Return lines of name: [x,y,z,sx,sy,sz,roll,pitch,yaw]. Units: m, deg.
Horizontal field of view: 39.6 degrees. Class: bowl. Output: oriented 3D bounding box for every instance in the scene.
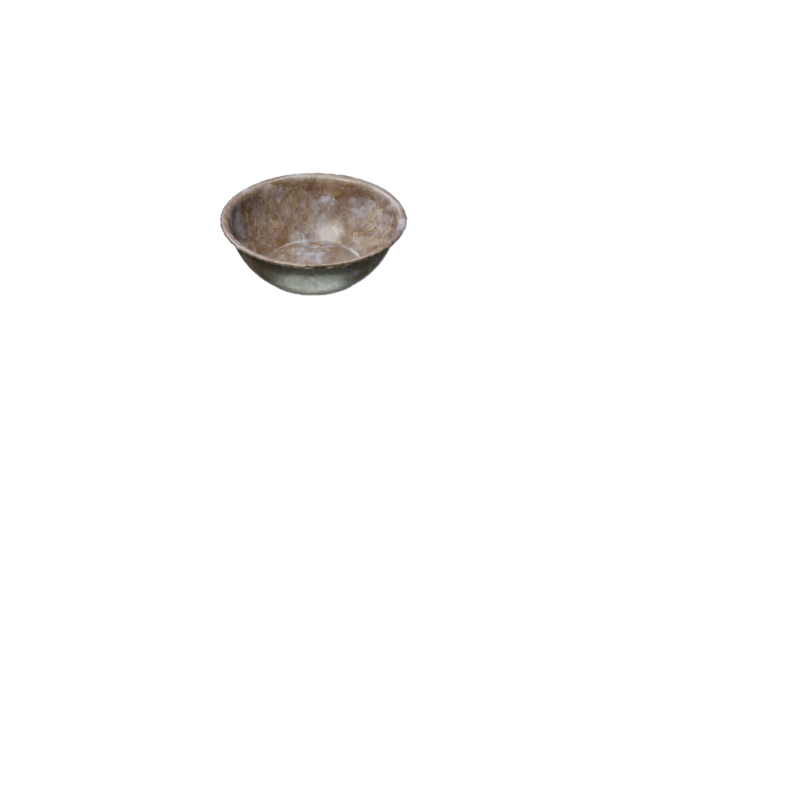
bowl: [-0.076,-0.139,0.973,0.162,0.051,0.173,-1,37,-2]
